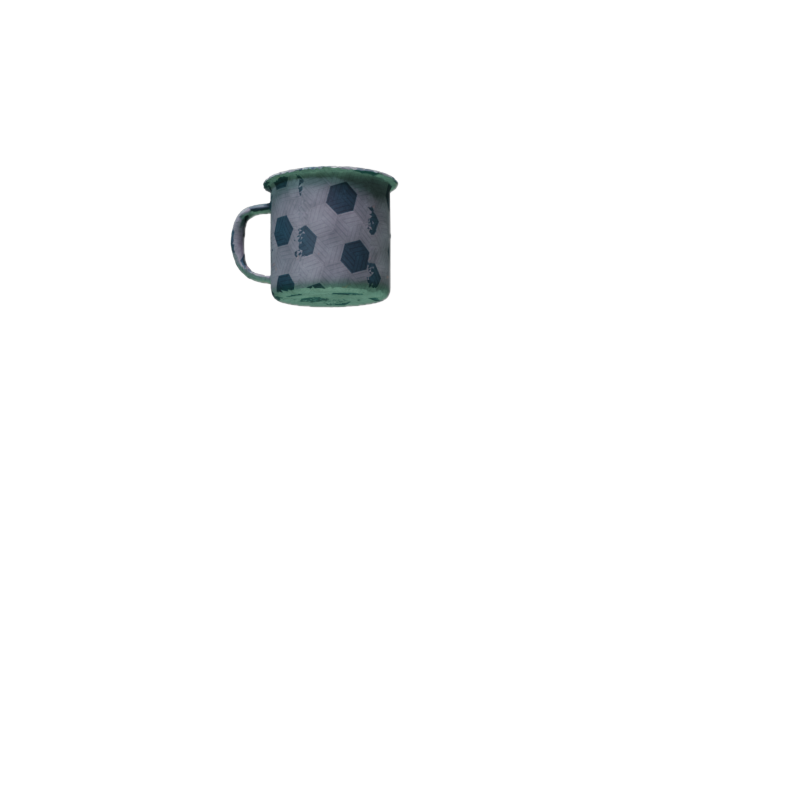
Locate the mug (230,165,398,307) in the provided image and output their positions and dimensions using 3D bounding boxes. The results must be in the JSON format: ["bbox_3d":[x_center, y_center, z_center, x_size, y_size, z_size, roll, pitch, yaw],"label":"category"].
[{"bbox_3d":[-0.059,-0.108,0.758,0.119,0.083,0.090,-1,-7,9],"label":"mug"}]
